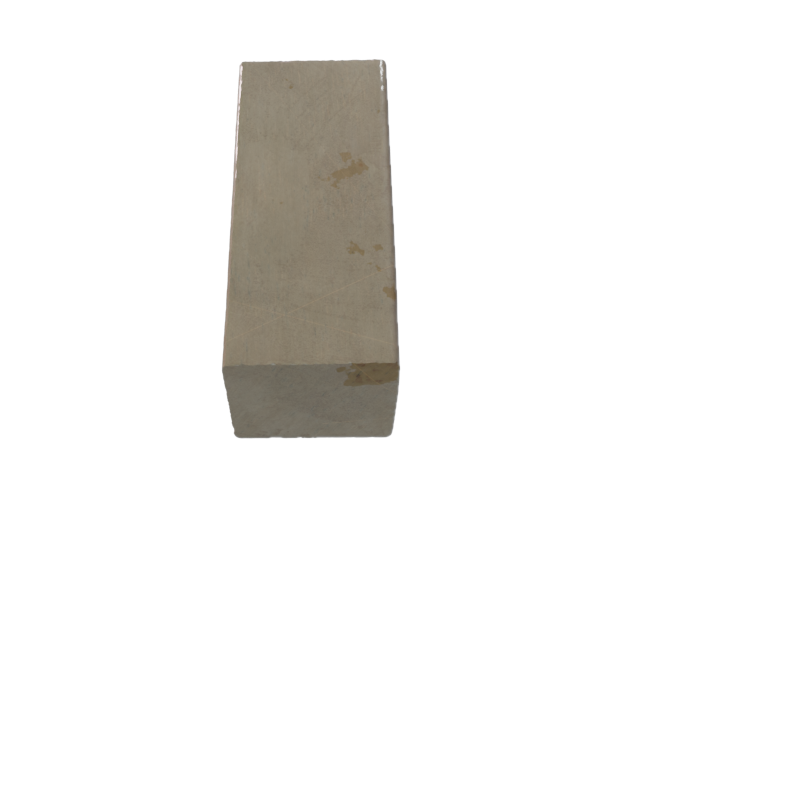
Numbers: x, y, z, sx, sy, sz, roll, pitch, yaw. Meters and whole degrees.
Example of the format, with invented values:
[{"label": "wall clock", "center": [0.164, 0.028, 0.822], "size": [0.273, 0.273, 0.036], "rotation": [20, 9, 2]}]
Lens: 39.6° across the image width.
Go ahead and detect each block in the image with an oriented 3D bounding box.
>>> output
[{"label": "block", "center": [-0.050, -0.091, 0.642], "size": [0.091, 0.220, 0.084], "rotation": [-1, -31, -2]}]
